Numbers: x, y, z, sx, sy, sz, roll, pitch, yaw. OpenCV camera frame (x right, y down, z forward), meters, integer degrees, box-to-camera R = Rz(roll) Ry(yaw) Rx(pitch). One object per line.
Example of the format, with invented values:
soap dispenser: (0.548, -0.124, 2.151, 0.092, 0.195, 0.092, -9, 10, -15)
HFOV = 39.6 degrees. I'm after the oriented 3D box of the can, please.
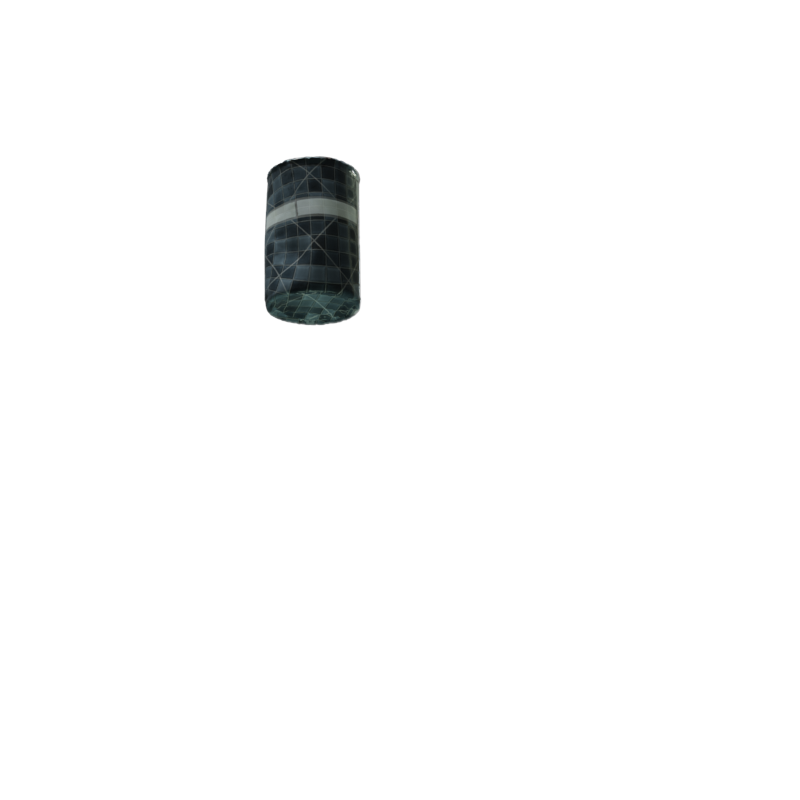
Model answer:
can: (-0.061, -0.112, 0.783, 0.068, 0.108, 0.065, 0, -22, -2)
